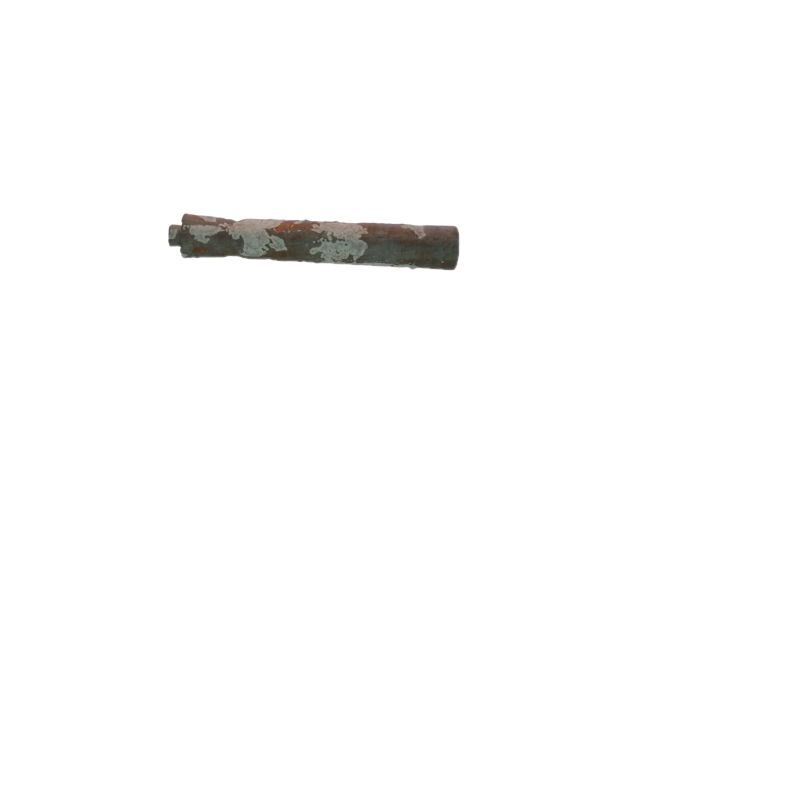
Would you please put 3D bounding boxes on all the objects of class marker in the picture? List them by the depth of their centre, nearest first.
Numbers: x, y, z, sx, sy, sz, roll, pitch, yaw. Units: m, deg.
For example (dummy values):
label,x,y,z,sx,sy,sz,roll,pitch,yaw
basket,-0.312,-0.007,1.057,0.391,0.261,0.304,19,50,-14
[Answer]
label,x,y,z,sx,sy,sz,roll,pitch,yaw
marker,-0.037,-0.067,0.466,0.121,0.020,0.020,2,4,-2
